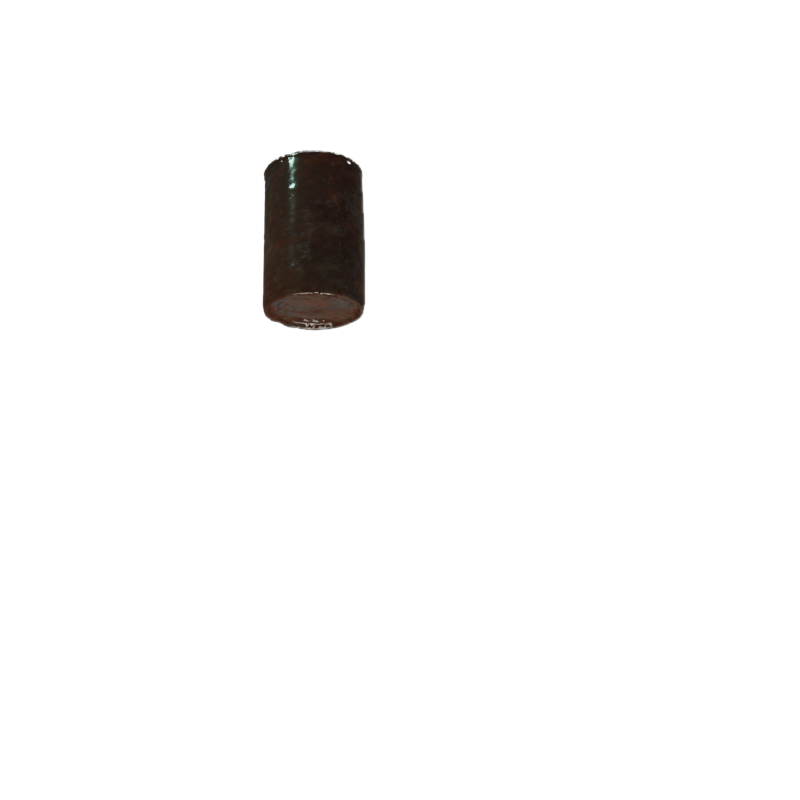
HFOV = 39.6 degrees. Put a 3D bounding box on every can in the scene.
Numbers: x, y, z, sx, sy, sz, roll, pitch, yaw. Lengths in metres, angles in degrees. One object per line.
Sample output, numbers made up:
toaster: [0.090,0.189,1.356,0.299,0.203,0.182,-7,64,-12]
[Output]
can: [-0.058,-0.105,0.738,0.068,0.108,0.065,0,-23,-2]
